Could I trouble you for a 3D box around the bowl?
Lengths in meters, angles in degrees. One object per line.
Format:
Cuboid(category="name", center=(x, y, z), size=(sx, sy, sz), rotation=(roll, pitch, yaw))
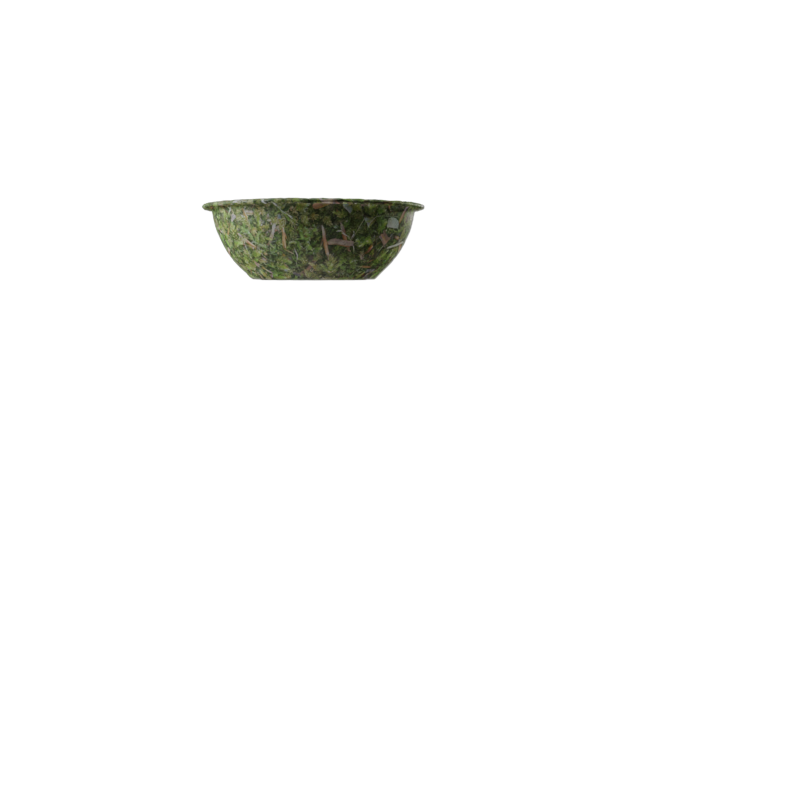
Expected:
Cuboid(category="bowl", center=(-0.063, -0.115, 0.807), size=(0.162, 0.055, 0.163), rotation=(0, 6, -2))
